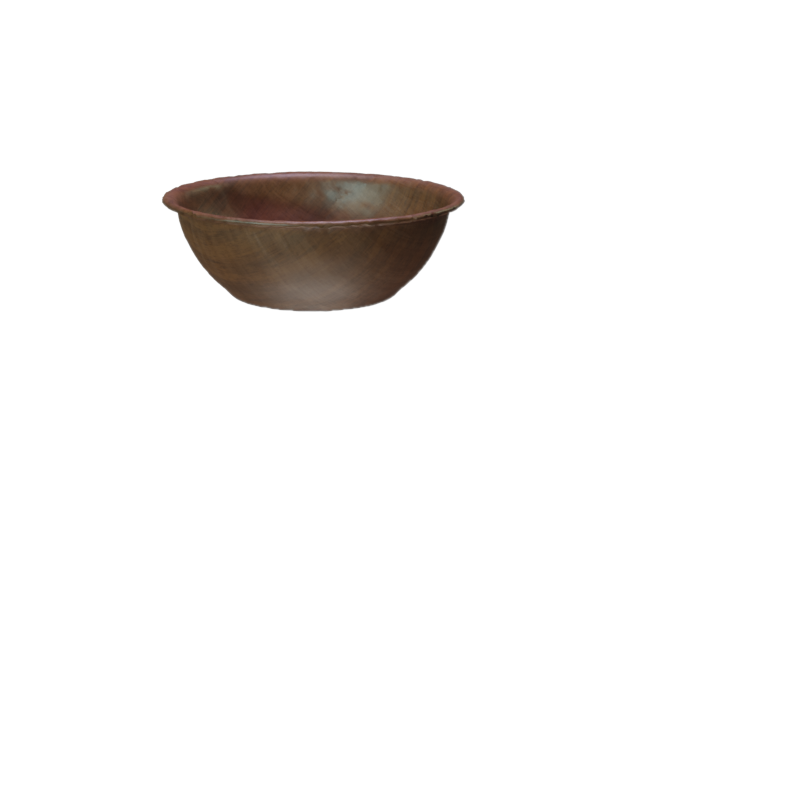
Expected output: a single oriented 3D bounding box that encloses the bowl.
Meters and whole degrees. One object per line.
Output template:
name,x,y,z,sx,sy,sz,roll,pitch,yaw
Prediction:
bowl,-0.047,-0.086,0.601,0.162,0.053,0.168,-1,18,-2
